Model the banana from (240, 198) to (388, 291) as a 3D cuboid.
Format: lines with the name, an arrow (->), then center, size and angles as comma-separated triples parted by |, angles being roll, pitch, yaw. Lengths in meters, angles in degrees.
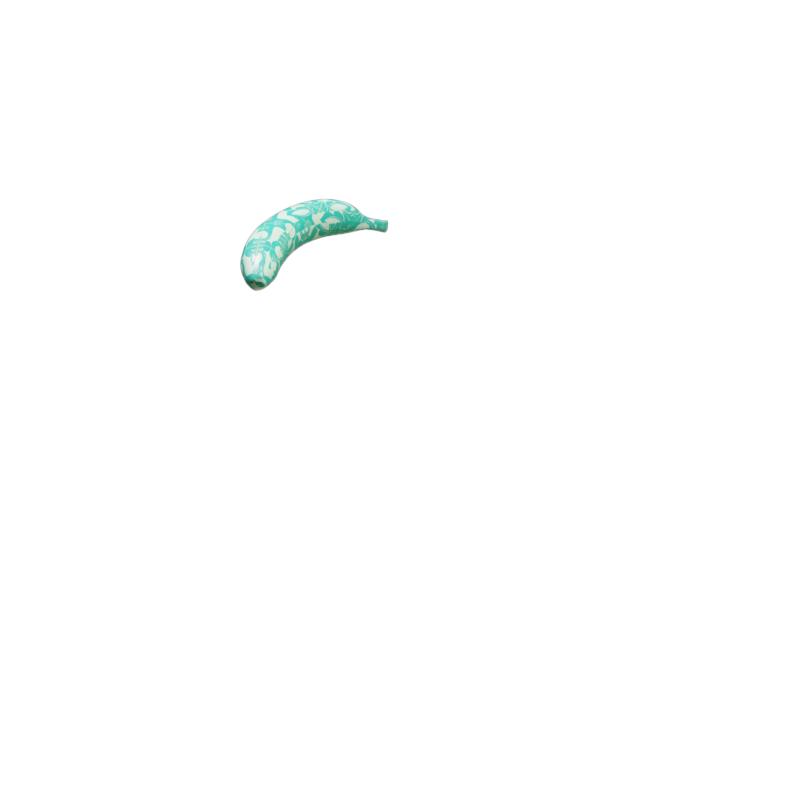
banana -> -0.089, -0.145, 0.982 | 0.073, 0.035, 0.198 | 17, 32, 29
